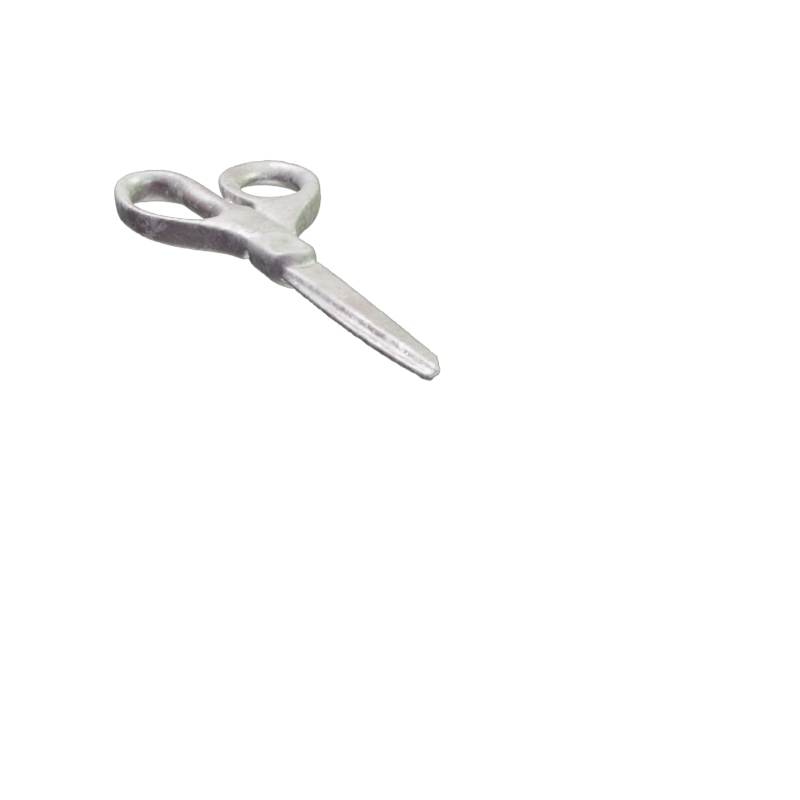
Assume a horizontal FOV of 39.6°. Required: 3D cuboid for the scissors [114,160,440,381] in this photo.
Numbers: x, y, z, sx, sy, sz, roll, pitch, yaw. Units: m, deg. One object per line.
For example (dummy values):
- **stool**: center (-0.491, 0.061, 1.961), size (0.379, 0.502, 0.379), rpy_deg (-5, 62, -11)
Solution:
- **scissors**: center (-0.034, -0.062, 0.433), size (0.215, 0.015, 0.095), rpy_deg (26, 39, 38)
